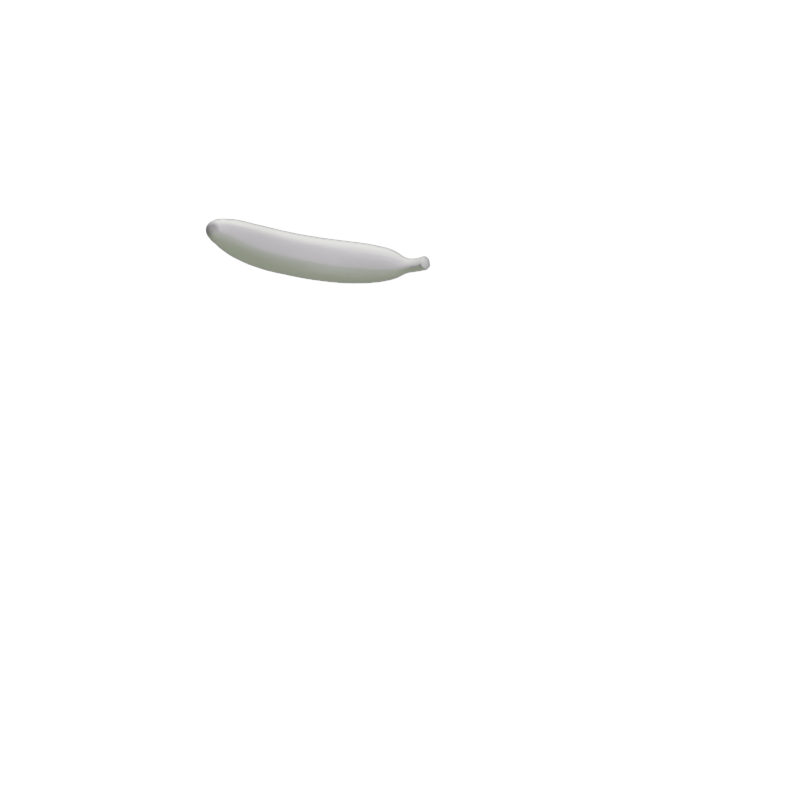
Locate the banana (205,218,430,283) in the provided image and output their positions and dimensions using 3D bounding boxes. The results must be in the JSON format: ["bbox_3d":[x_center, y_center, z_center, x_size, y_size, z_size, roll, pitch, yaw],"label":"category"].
[{"bbox_3d":[-0.078,-0.130,0.967,0.193,0.039,0.068,6,-20,-17],"label":"banana"}]
